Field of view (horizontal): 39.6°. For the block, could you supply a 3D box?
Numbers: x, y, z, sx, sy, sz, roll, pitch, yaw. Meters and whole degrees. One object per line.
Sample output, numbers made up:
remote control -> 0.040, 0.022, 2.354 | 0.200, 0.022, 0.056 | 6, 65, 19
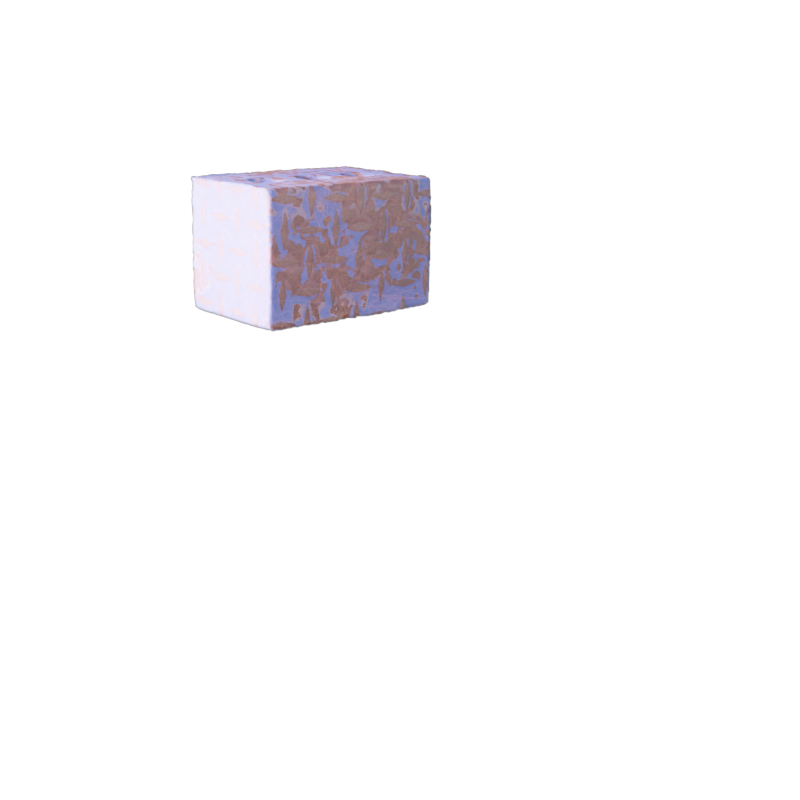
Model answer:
block -> -0.033, -0.060, 0.421 | 0.076, 0.050, 0.056 | -11, 17, -39
